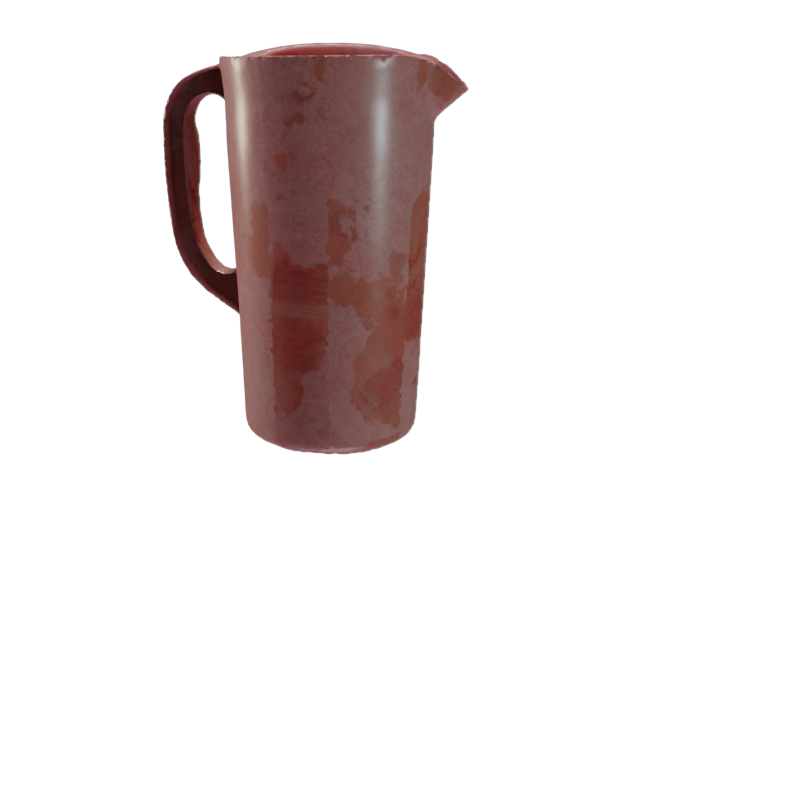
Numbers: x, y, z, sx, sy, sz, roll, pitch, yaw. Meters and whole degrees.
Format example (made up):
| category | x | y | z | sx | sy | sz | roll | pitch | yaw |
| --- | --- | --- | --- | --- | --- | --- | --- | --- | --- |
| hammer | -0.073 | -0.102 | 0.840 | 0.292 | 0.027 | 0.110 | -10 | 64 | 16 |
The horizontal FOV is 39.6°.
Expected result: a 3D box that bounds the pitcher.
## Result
| category | x | y | z | sx | sy | sz | roll | pitch | yaw |
| --- | --- | --- | --- | --- | --- | --- | --- | --- | --- |
| pitcher | -0.054 | -0.098 | 0.688 | 0.141 | 0.237 | 0.157 | -7 | 14 | -33 |
